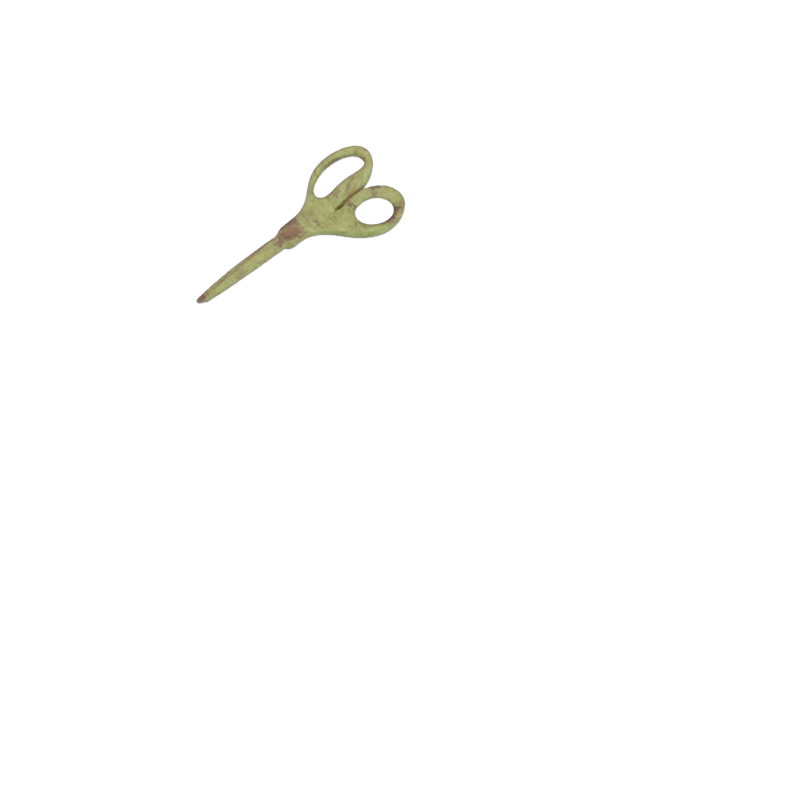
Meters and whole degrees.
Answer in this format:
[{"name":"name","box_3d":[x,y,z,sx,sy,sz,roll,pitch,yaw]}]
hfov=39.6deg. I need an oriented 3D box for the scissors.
[{"name":"scissors","box_3d":[-0.073,-0.133,0.931,0.100,0.207,0.015,29,-24,14]}]
